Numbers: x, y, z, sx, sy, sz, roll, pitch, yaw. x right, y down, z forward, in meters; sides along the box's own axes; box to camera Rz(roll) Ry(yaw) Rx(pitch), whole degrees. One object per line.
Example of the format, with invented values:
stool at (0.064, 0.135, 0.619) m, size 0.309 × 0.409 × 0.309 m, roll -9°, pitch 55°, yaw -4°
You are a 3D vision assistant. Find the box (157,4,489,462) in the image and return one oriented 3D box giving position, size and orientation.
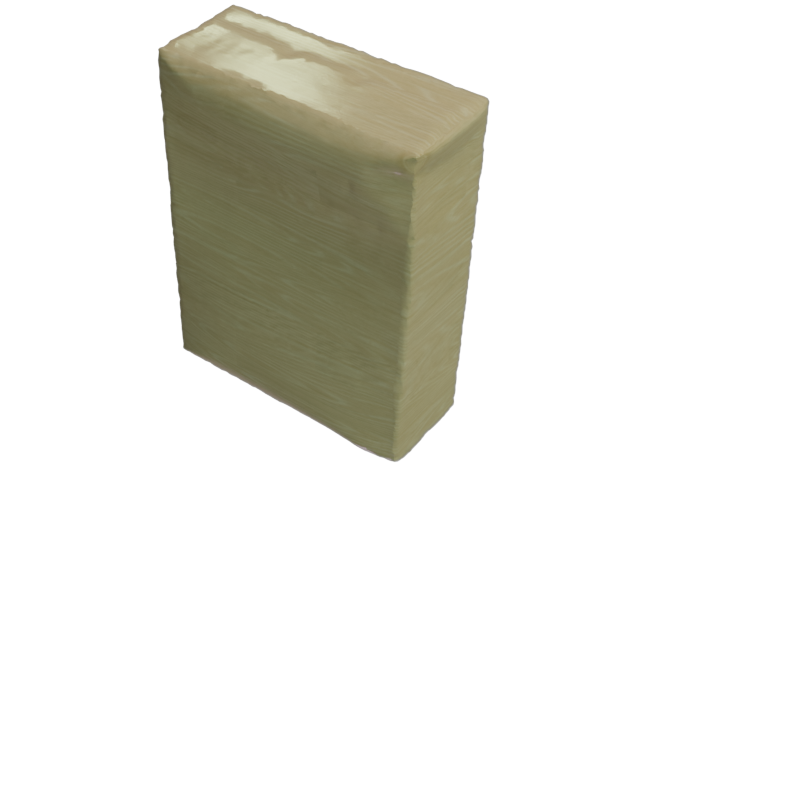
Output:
box at (-0.048, -0.087, 0.609) m, size 0.173 × 0.199 × 0.073 m, roll 28°, pitch 48°, yaw 25°
